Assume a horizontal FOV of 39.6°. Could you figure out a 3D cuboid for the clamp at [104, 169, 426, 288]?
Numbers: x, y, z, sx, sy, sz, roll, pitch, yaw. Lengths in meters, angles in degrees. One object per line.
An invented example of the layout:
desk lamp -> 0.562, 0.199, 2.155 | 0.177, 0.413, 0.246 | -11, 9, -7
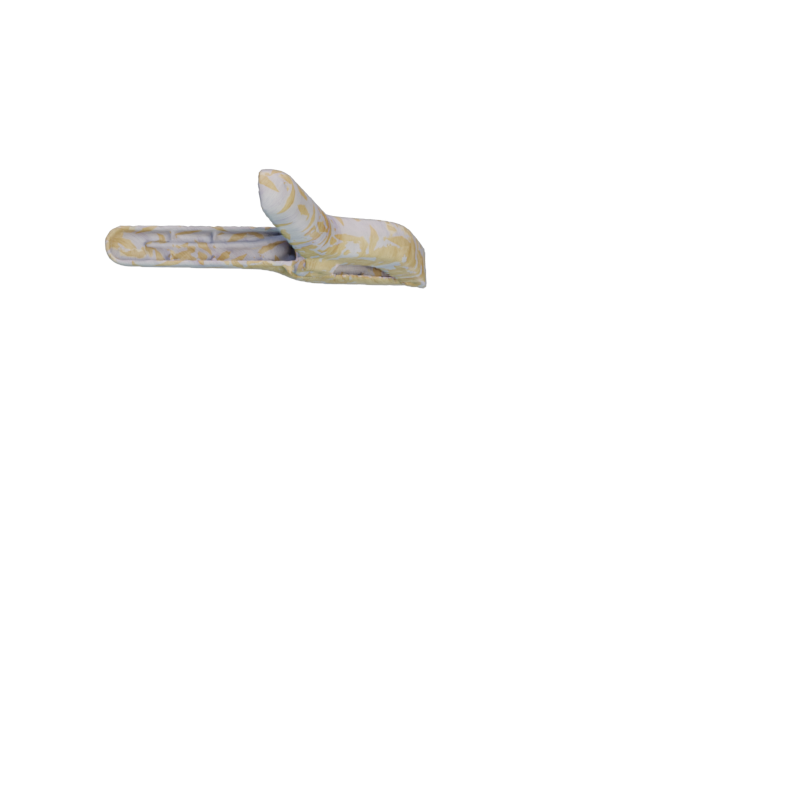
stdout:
clamp -> -0.053, -0.097, 0.682 | 0.201, 0.037, 0.168 | 5, -8, -36
